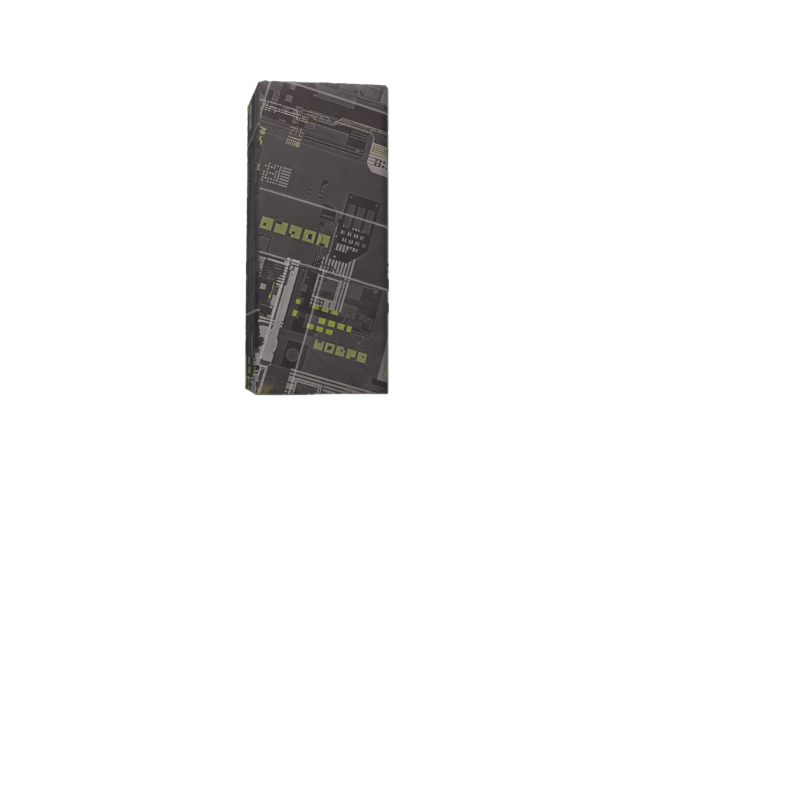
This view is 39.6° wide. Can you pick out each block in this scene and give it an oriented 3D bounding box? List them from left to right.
[{"bbox_3d":[-0.059,-0.110,0.768,0.089,0.208,0.091,0,-3,-11],"label":"block"}]
